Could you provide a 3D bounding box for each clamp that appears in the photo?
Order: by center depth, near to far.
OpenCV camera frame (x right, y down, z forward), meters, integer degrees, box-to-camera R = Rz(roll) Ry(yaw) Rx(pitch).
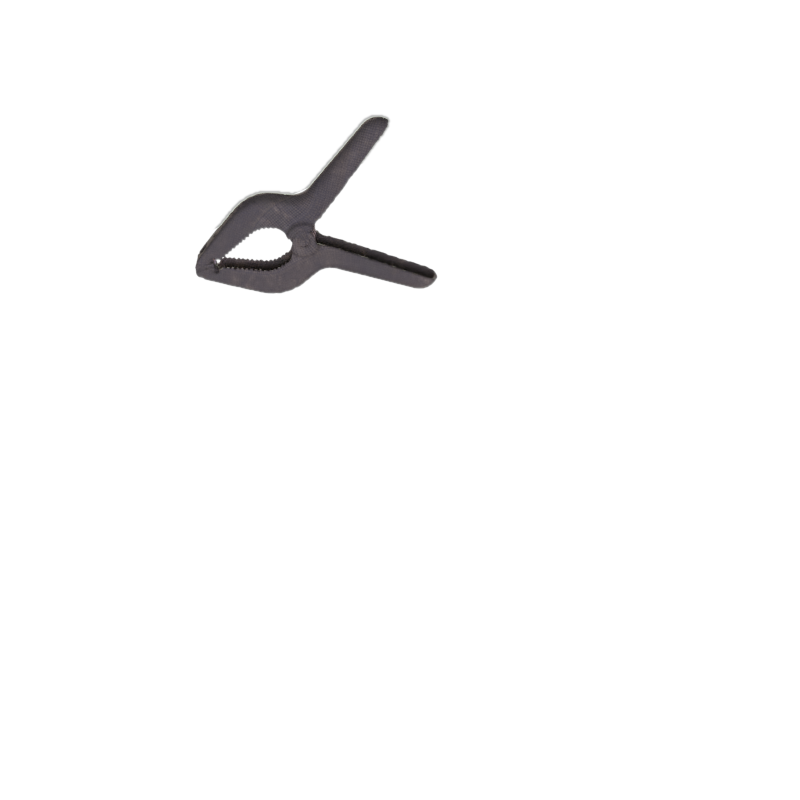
[{"bbox_3d":[-0.077,-0.140,0.984,0.210,0.156,0.038,-22,21,9],"label":"clamp"}]
